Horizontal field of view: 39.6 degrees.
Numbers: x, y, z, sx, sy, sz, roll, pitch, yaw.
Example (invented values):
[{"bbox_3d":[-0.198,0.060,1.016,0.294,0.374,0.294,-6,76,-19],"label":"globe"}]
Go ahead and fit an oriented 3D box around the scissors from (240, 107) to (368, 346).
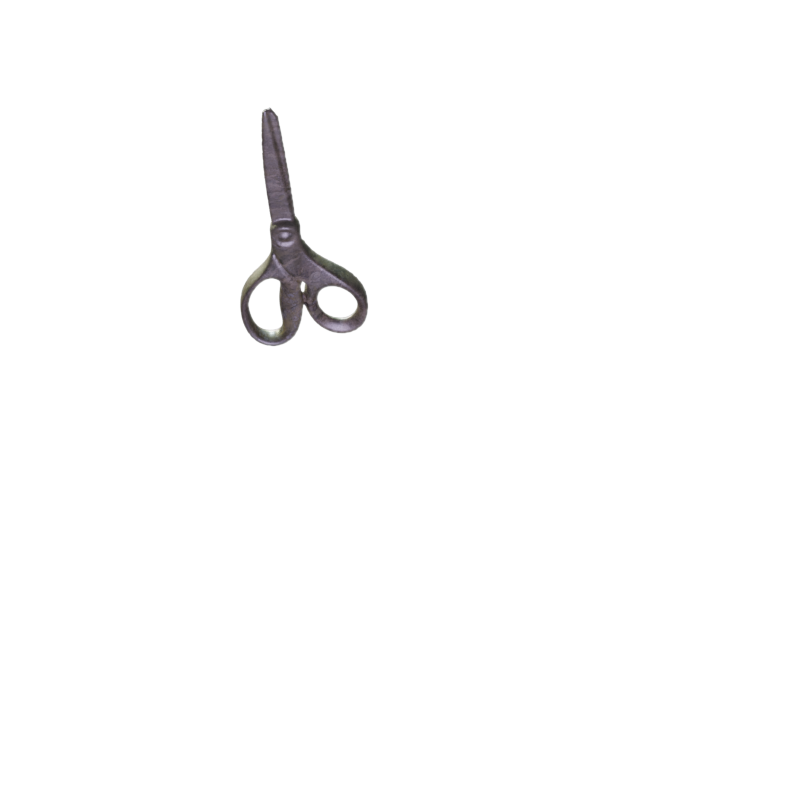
[{"bbox_3d":[-0.056,-0.102,0.715,0.095,0.017,0.191,9,-42,-10],"label":"scissors"}]
